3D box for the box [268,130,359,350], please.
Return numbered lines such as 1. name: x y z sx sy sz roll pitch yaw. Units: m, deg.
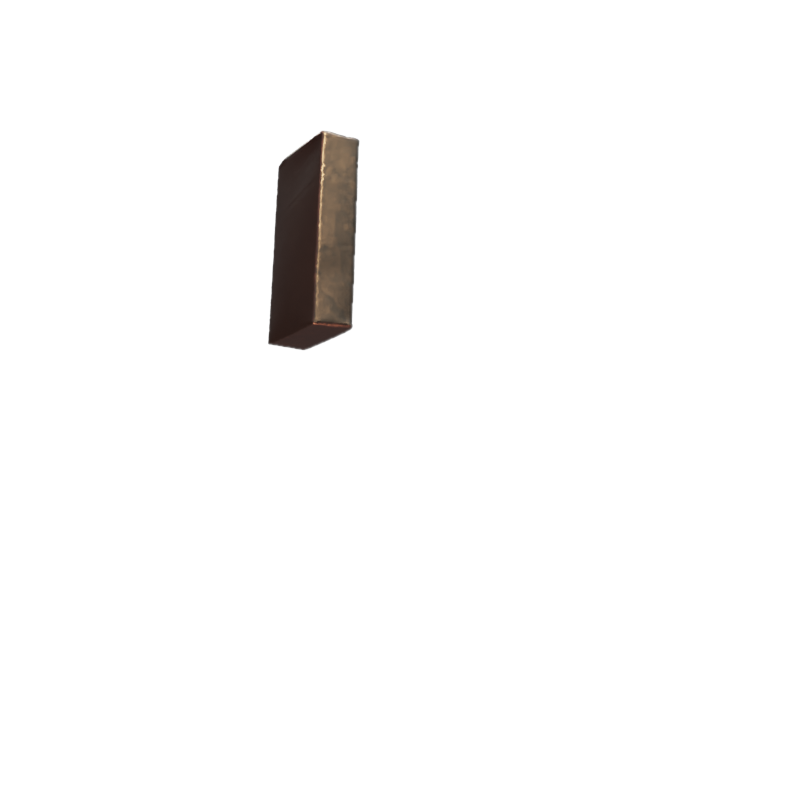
1. box: -0.077 -0.141 0.985 0.046 0.184 0.093 9 -19 -30
